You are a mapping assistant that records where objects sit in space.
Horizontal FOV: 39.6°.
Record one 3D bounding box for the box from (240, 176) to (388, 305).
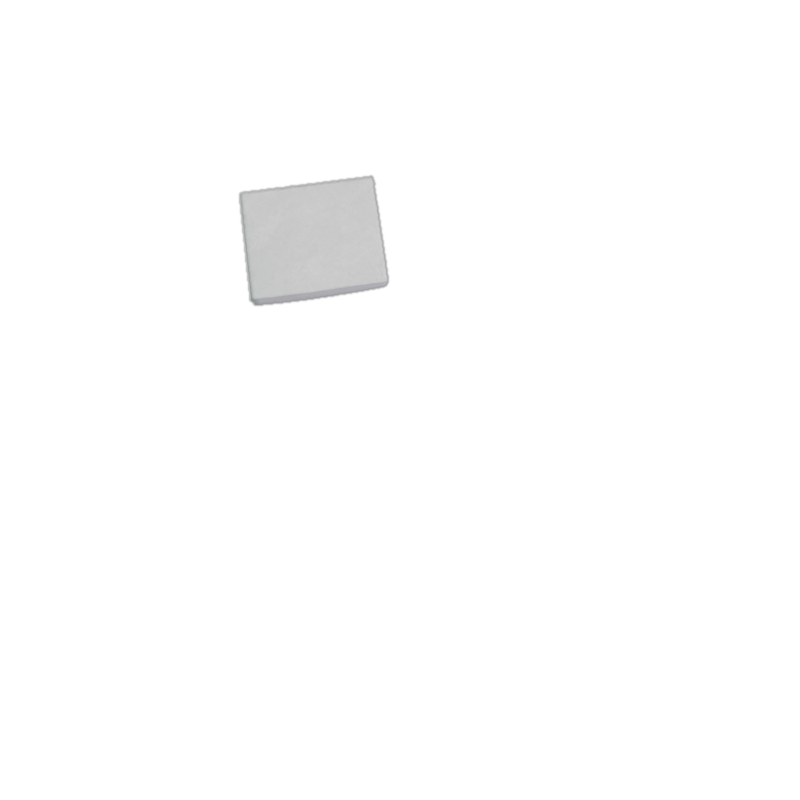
[{"bbox_3d":[-0.071,-0.129,0.907,0.113,0.093,0.038,-7,-12,-2],"label":"box"}]
